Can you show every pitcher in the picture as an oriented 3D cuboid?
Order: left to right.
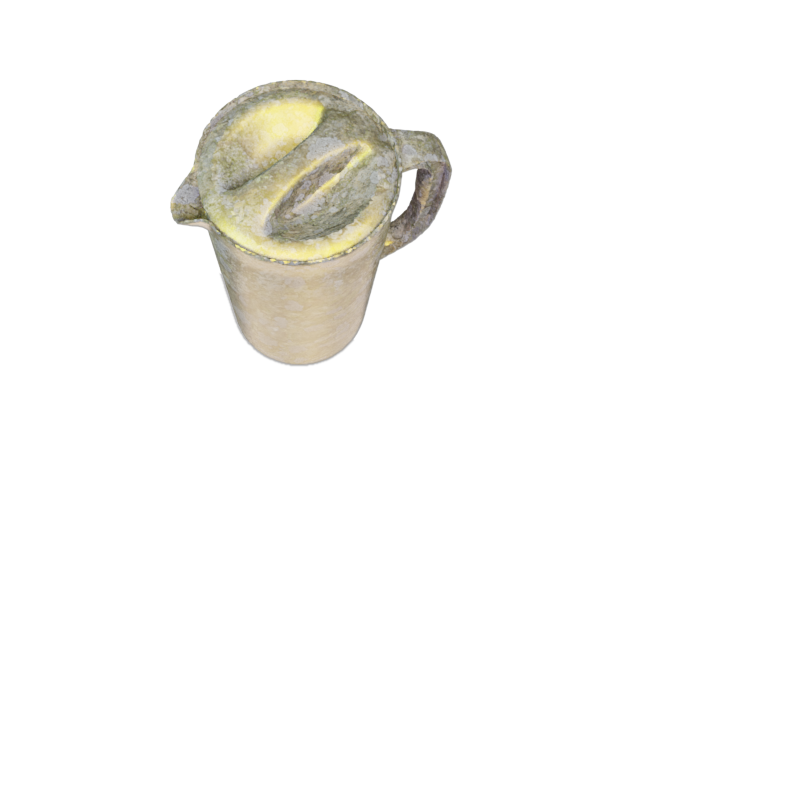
[{"bbox_3d":[-0.063,-0.115,0.805,0.152,0.149,0.232,26,-19,6],"label":"pitcher"}]
